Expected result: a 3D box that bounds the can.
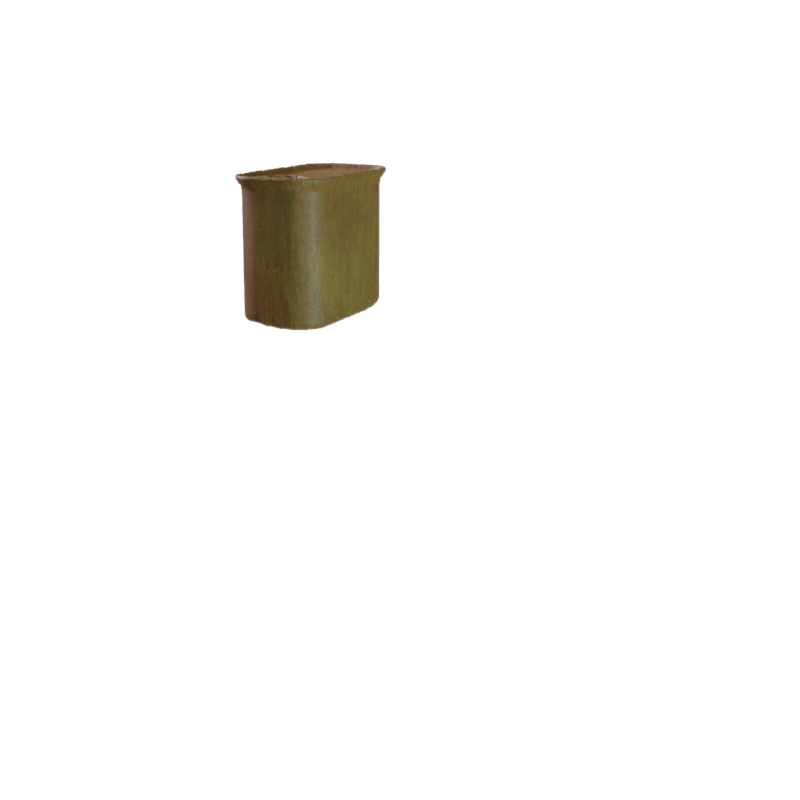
[{"bbox_3d":[-0.050,-0.092,0.643,0.060,0.082,0.101,6,14,26],"label":"can"}]
